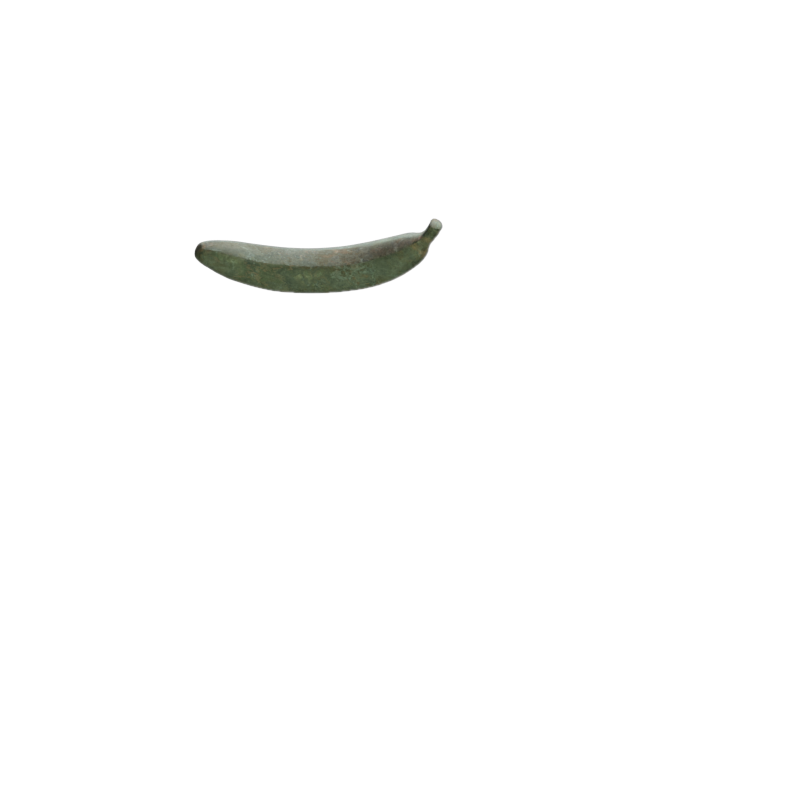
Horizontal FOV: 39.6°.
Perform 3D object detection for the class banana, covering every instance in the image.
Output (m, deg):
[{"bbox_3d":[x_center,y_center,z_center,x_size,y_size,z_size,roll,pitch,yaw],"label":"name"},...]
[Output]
[{"bbox_3d":[-0.063,-0.115,0.895,0.199,0.039,0.064,-6,-45,6],"label":"banana"}]
